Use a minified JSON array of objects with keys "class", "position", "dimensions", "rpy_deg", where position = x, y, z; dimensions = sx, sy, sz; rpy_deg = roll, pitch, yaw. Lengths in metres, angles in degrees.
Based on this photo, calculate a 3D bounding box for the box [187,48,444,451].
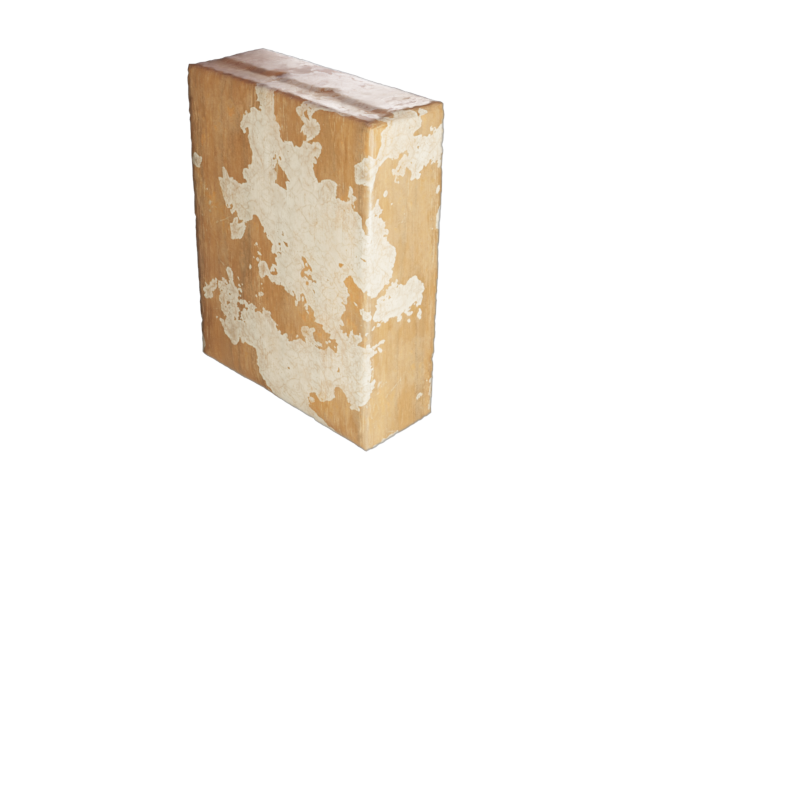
[{"class":"box","position":[-0.055,-0.100,0.703],"dimensions":[0.071,0.202,0.175],"rpy_deg":[-23,37,-39]}]
